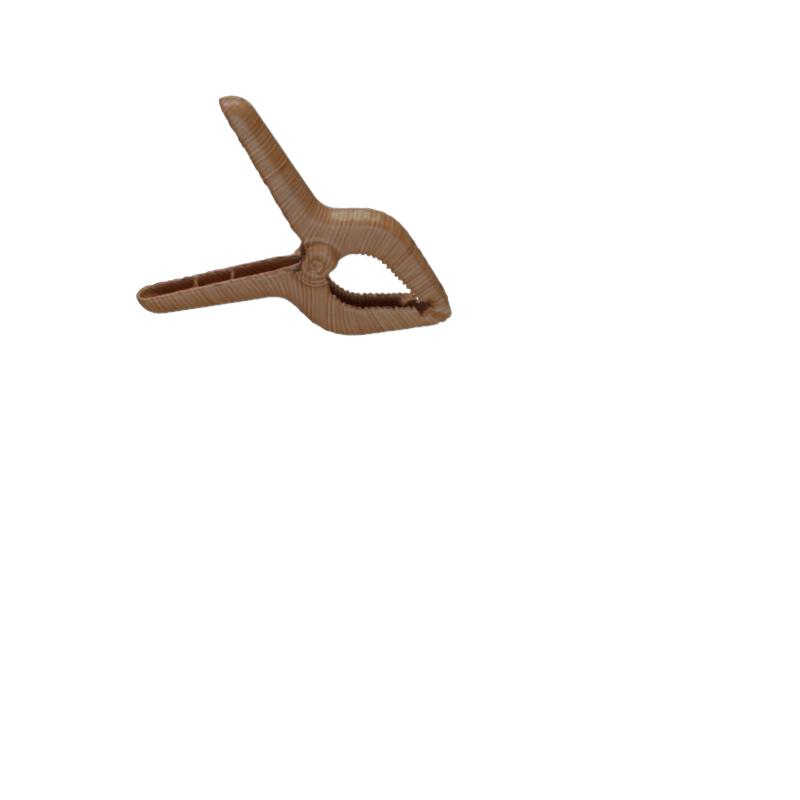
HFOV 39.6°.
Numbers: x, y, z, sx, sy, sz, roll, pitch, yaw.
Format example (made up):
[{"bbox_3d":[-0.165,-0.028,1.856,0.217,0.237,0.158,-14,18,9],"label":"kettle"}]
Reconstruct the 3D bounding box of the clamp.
[{"bbox_3d":[-0.059,-0.107,0.749,0.207,0.158,0.038,16,26,-8],"label":"clamp"}]
